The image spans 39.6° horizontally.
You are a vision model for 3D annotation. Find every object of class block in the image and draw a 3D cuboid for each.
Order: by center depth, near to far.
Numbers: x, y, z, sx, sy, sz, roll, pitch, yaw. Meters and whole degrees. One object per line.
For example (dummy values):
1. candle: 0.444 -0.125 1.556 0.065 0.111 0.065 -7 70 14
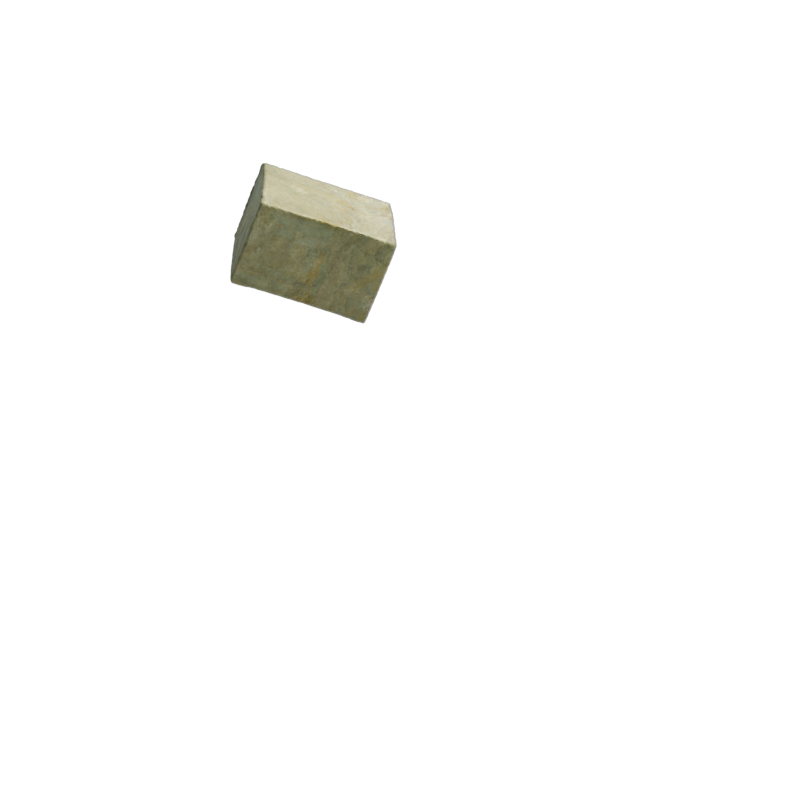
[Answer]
1. block: -0.047 -0.086 0.602 0.076 0.051 0.054 18 30 -12
